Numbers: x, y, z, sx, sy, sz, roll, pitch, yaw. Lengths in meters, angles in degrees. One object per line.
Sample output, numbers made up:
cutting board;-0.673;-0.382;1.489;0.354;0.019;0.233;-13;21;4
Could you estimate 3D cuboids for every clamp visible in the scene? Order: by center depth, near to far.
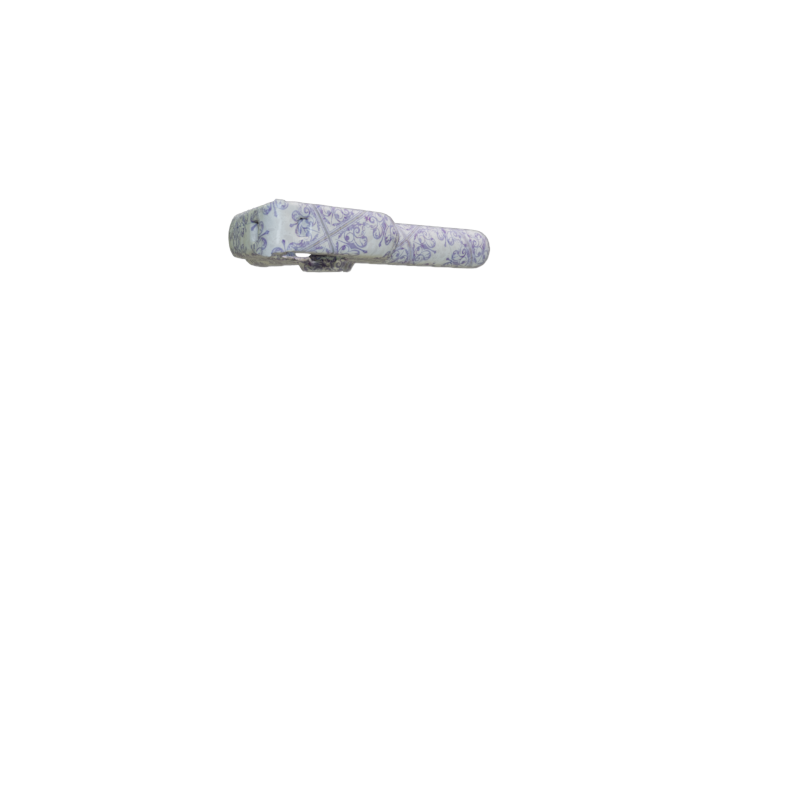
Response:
clamp;-0.051;-0.093;0.651;0.169;0.036;0.205;2;5;20
